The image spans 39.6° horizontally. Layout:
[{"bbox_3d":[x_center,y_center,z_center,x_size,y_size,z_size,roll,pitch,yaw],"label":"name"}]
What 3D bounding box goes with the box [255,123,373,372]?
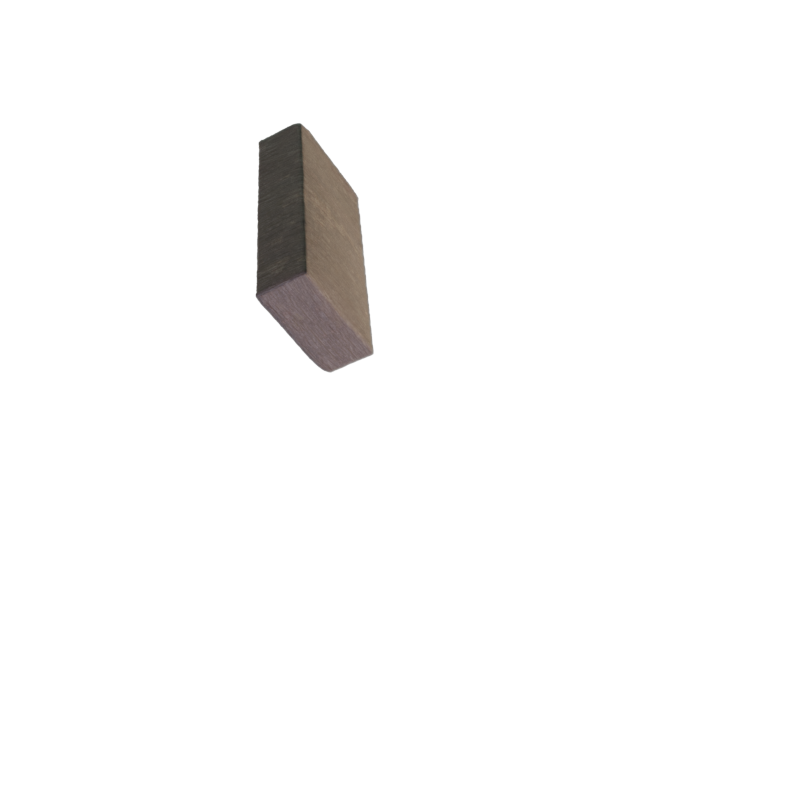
[{"bbox_3d":[-0.063,-0.115,0.803,0.048,0.189,0.086,-24,-47,19],"label":"box"}]
